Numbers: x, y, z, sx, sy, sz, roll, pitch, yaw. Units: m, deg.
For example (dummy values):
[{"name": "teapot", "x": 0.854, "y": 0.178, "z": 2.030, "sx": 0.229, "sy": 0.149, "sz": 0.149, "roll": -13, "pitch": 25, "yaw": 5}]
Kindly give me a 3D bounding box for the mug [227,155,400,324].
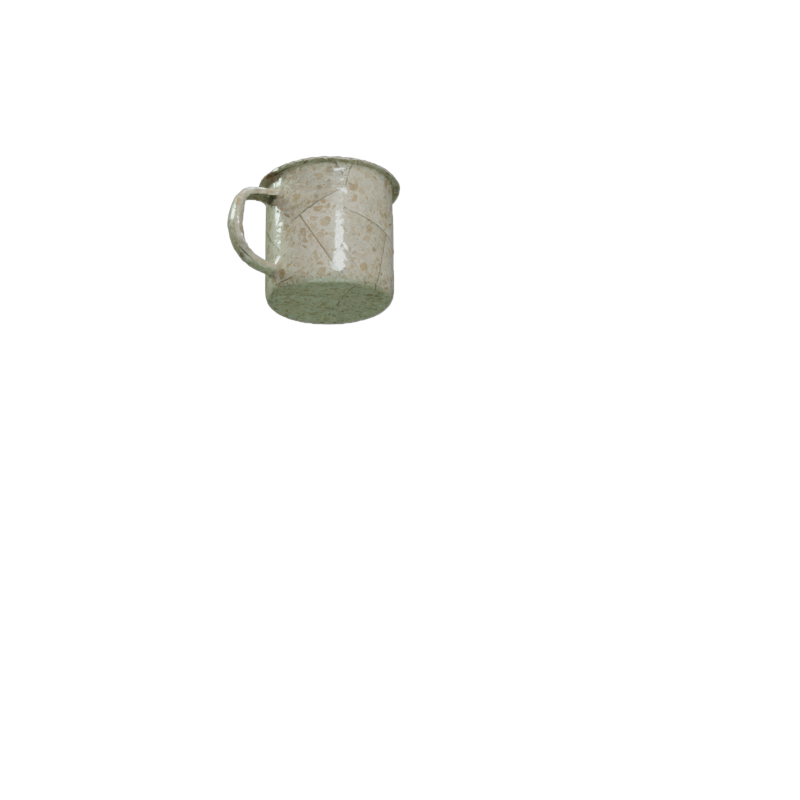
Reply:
[{"name": "mug", "x": -0.055, "y": -0.101, "z": 0.705, "sx": 0.112, "sy": 0.086, "sz": 0.093, "roll": 12, "pitch": -24, "yaw": -31}]
